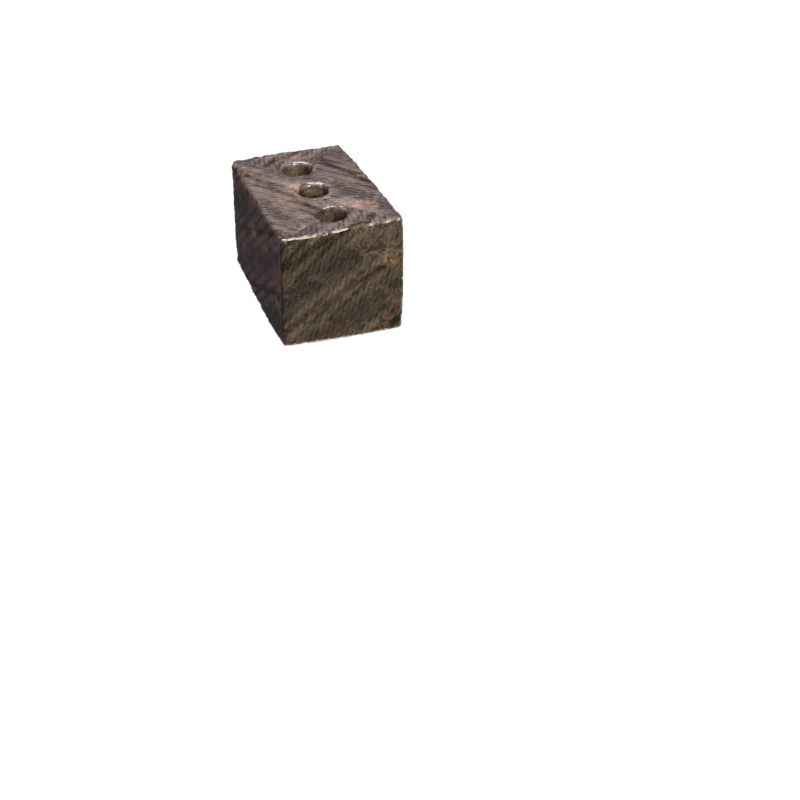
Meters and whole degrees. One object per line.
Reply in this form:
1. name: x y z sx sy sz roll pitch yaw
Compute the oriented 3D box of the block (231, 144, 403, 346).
1. block: -0.037 -0.068 0.473 0.052 0.048 0.084 -11 36 -18
